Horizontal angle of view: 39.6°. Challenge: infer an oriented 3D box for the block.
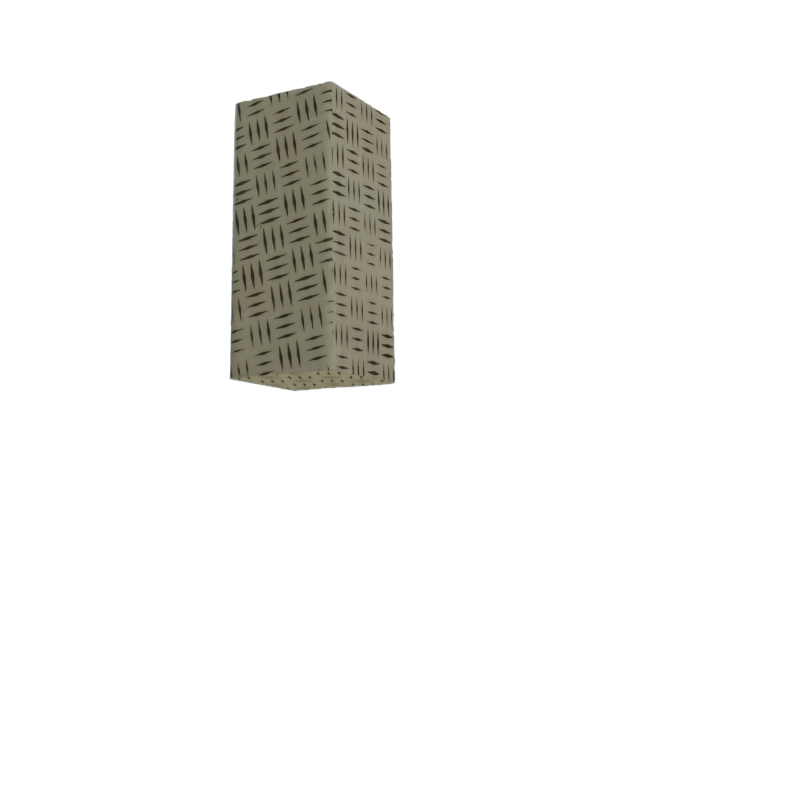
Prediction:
[{"bbox_3d":[-0.064,-0.117,0.817,0.092,0.213,0.086,-8,-15,29],"label":"block"}]
